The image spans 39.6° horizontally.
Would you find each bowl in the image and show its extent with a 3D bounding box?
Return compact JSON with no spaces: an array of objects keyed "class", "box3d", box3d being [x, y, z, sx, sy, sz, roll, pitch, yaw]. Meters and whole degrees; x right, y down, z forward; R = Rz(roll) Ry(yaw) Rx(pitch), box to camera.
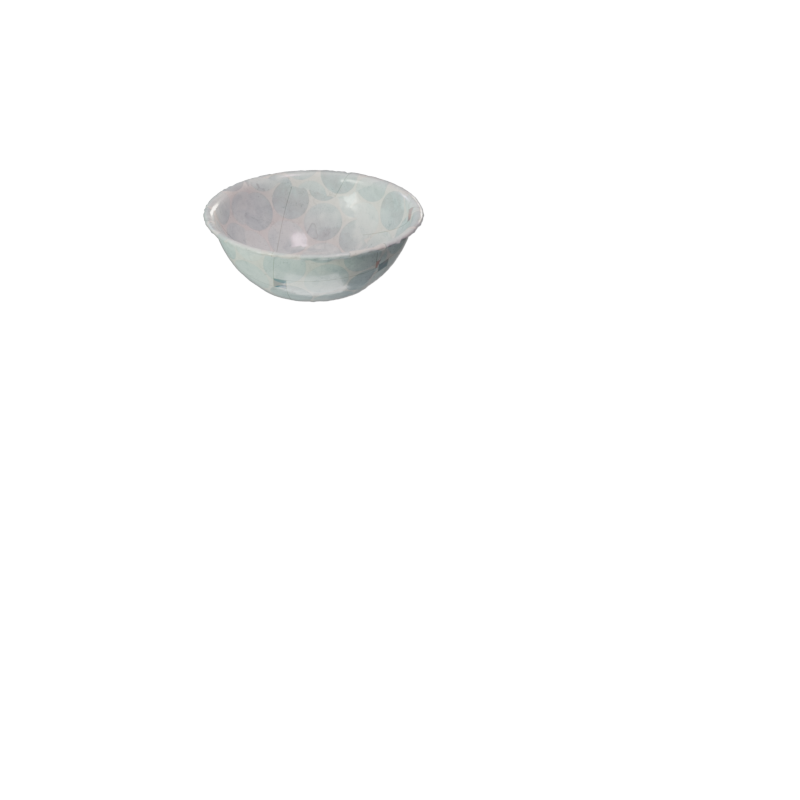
[{"class":"bowl","box3d":[-0.065,-0.118,0.825,0.162,0.052,0.172,-1,31,-2]}]
